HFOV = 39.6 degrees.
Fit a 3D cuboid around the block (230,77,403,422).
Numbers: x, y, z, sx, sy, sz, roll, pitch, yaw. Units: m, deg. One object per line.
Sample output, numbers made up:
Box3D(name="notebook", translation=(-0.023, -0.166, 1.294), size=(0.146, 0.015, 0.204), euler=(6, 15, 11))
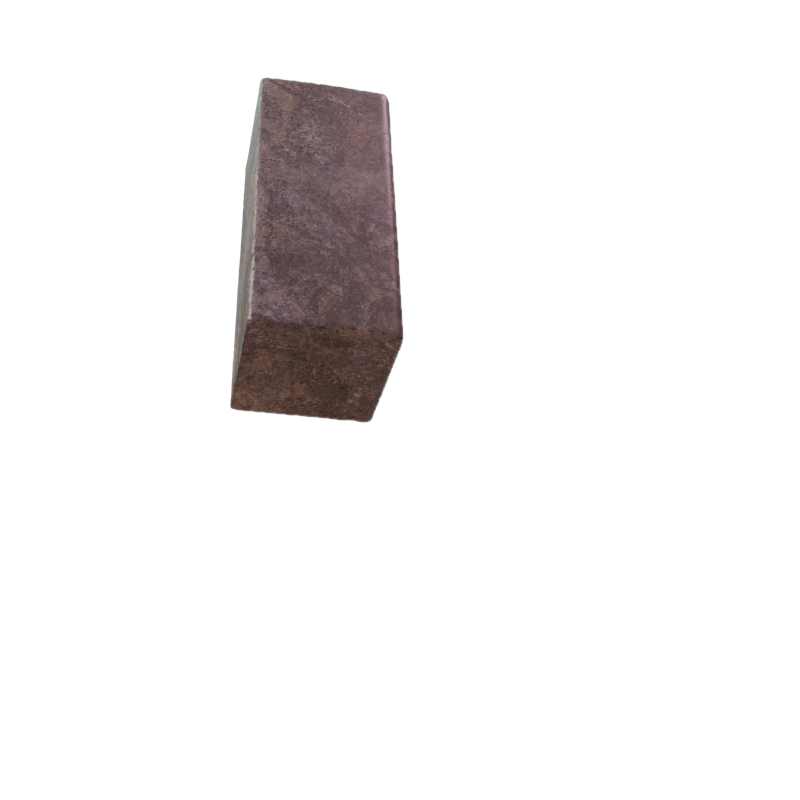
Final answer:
Box3D(name="block", translation=(-0.055, -0.101, 0.708), size=(0.089, 0.221, 0.086), euler=(6, -40, -11))
